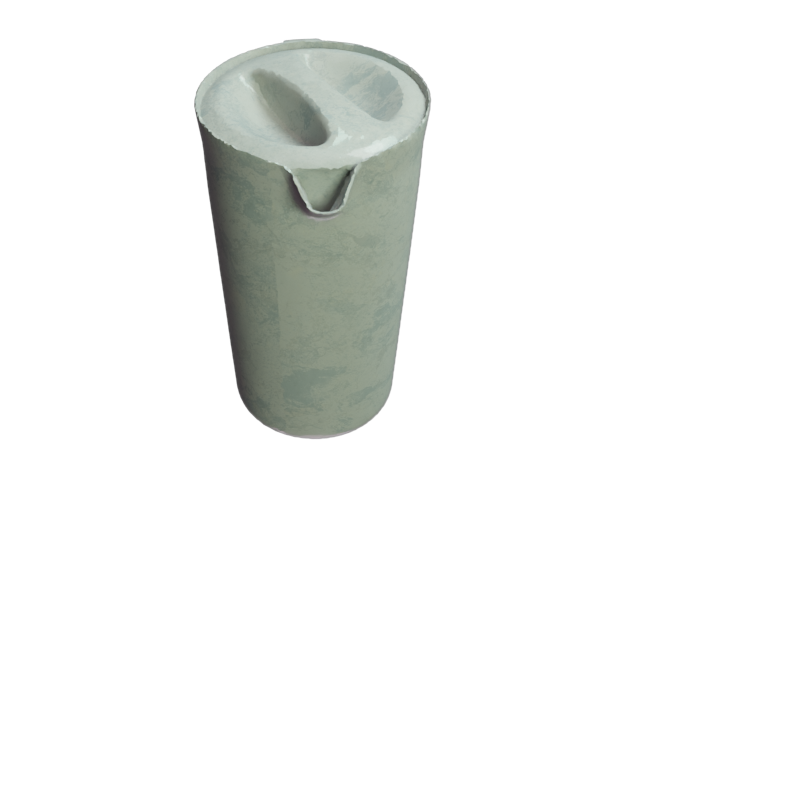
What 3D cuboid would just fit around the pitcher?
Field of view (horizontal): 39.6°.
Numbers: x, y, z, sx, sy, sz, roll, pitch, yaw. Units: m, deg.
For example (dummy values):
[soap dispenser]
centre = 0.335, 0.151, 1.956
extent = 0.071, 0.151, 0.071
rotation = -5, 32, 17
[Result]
[pitcher]
centre = -0.055, -0.101, 0.704
extent = 0.153, 0.226, 0.151
rotation = 28, 49, 25
